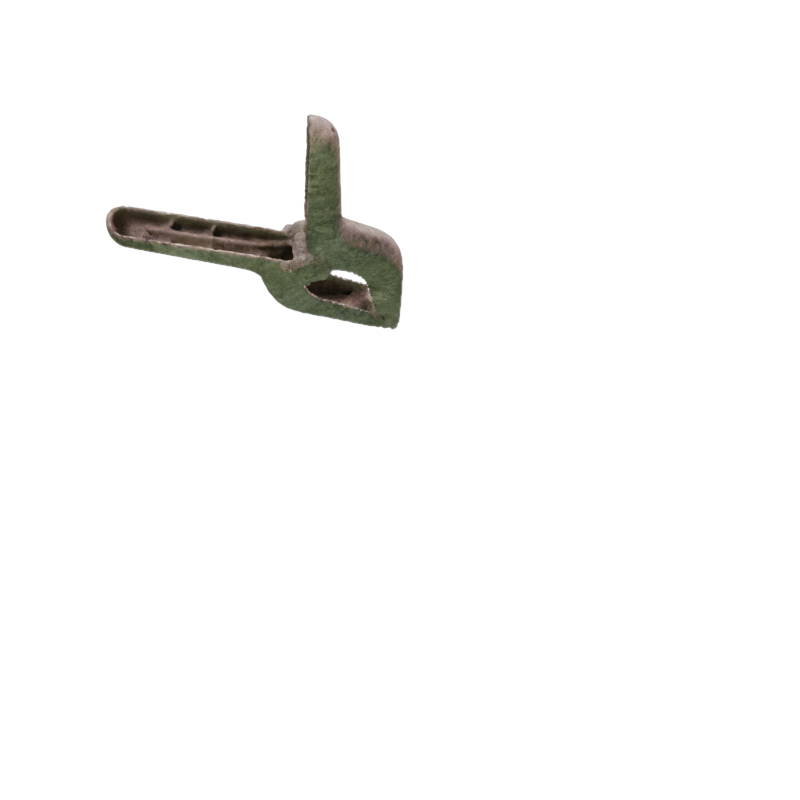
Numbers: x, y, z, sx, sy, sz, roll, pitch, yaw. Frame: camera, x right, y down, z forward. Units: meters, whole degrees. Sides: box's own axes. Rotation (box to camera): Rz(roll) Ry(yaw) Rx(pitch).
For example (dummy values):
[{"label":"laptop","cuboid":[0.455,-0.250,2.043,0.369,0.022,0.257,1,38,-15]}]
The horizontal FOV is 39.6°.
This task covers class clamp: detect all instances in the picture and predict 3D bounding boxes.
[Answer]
[{"label":"clamp","cuboid":[-0.055,-0.100,0.697,0.165,0.039,0.196,-21,-34,36]}]
